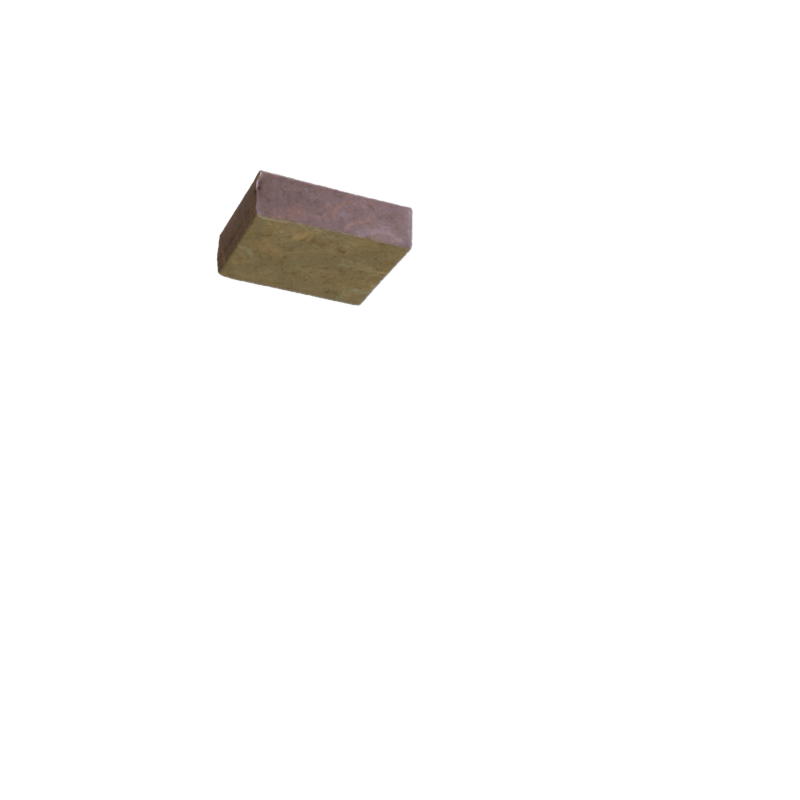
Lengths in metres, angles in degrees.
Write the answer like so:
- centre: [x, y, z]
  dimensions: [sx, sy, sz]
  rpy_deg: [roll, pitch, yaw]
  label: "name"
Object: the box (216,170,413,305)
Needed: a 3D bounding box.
- centre: [-0.060, -0.108, 0.760]
  dimensions: [0.110, 0.041, 0.087]
  rpy_deg: [10, -28, -20]
  label: "box"
